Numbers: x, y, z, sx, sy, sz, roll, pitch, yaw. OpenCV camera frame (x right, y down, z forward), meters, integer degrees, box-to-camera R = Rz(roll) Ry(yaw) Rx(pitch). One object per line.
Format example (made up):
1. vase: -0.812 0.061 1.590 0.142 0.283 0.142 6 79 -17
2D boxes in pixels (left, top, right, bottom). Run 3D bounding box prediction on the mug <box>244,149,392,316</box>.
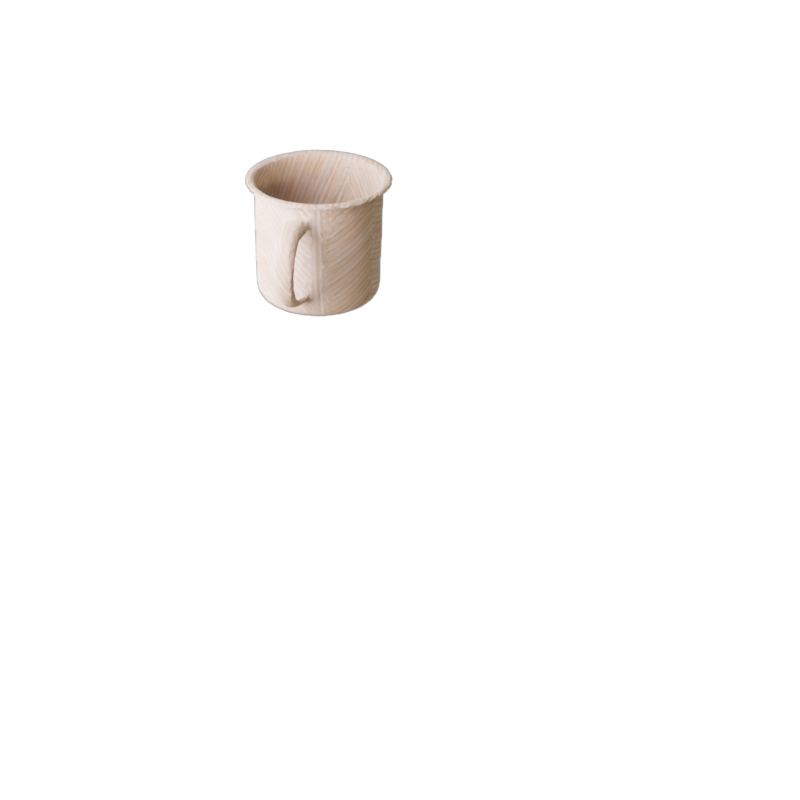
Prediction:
1. mug: -0.055 -0.101 0.706 0.095 0.077 0.122 7 32 11
